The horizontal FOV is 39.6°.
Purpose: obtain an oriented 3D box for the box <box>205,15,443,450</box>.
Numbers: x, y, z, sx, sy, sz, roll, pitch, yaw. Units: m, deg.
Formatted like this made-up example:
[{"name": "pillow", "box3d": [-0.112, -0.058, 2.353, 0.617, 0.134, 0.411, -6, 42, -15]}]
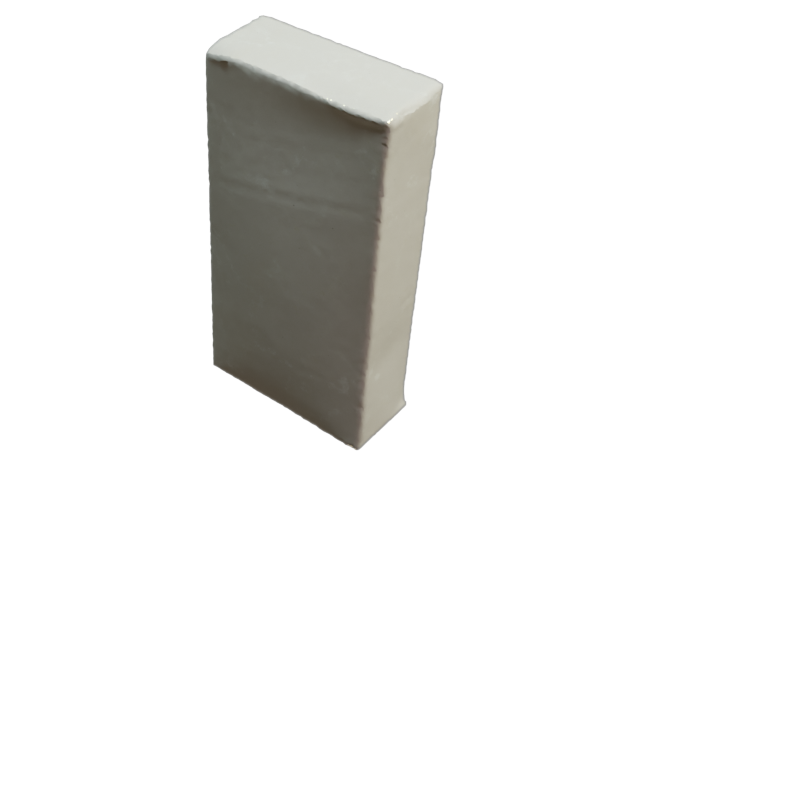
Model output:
[{"name": "box", "box3d": [-0.038, -0.069, 0.484, 0.098, 0.164, 0.049, 28, 48, 25]}]
